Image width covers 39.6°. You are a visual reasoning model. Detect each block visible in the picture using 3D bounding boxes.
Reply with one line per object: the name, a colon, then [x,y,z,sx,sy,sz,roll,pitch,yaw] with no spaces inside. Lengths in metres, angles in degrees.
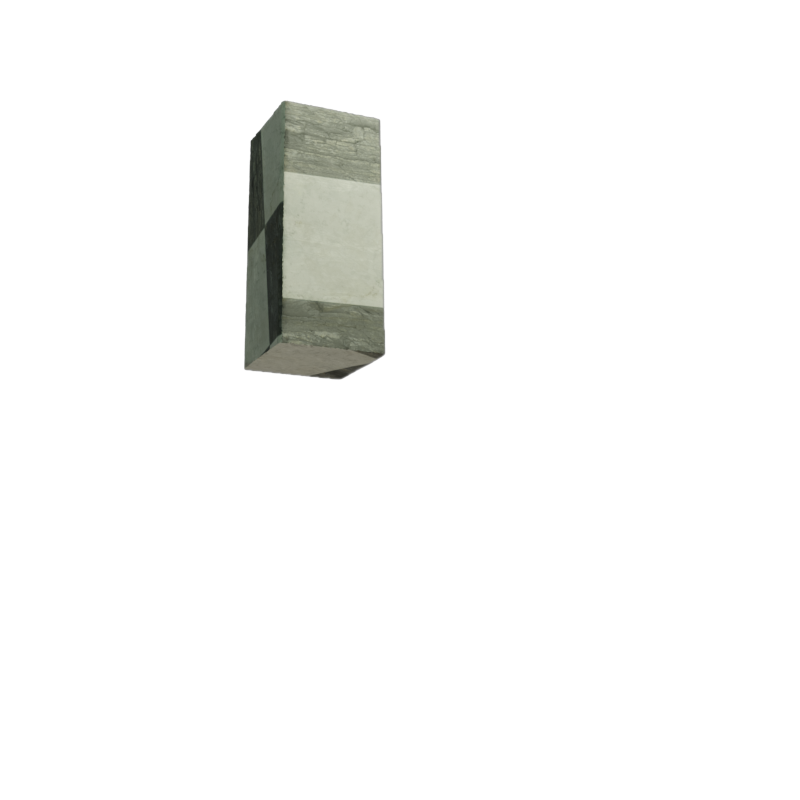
block: [-0.072,-0.131,0.919,0.088,0.216,0.089,7,-21,-23]
